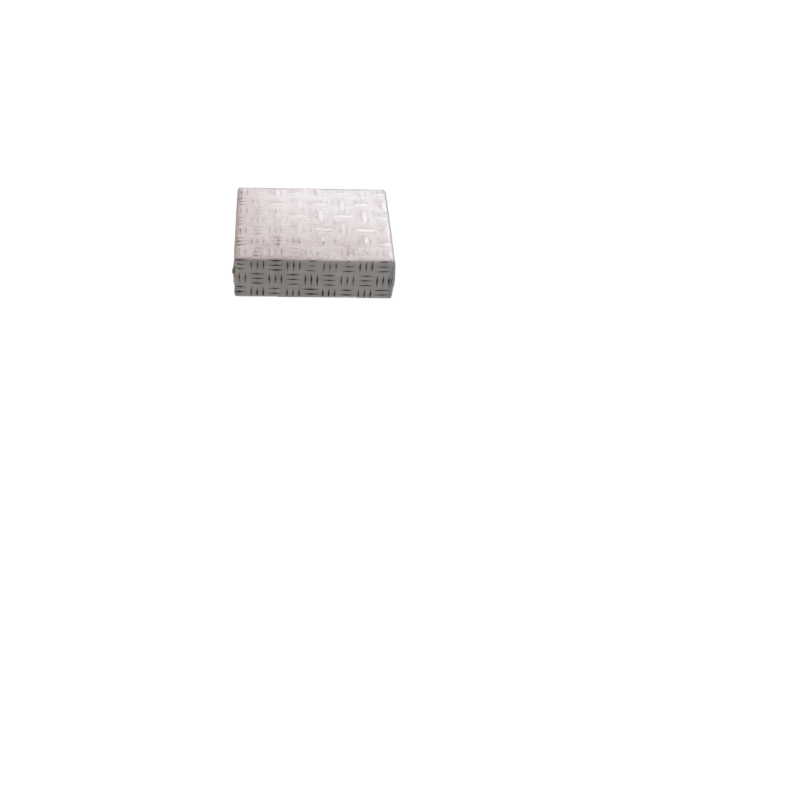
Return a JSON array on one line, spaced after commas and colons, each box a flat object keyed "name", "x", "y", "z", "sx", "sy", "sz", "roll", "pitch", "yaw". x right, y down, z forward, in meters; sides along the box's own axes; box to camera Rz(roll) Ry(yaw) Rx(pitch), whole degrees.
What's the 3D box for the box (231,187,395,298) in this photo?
[{"name": "box", "x": -0.062, "y": -0.113, "z": 0.794, "sx": 0.113, "sy": 0.036, "sz": 0.096, "roll": -2, "pitch": 40, "yaw": -2}]
